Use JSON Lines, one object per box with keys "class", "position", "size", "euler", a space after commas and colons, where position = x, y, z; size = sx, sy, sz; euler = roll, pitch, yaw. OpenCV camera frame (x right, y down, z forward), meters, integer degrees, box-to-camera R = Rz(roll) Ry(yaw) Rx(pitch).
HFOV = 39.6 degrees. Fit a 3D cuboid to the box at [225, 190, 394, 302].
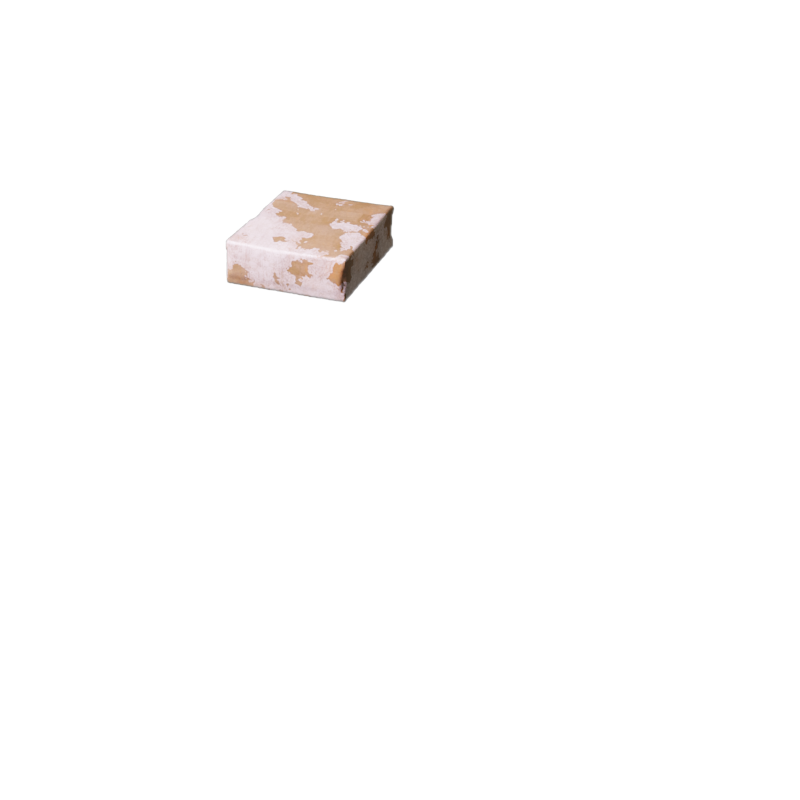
{"class": "box", "position": [-0.051, -0.093, 0.650], "size": [0.075, 0.028, 0.092], "euler": [10, 31, 17]}
